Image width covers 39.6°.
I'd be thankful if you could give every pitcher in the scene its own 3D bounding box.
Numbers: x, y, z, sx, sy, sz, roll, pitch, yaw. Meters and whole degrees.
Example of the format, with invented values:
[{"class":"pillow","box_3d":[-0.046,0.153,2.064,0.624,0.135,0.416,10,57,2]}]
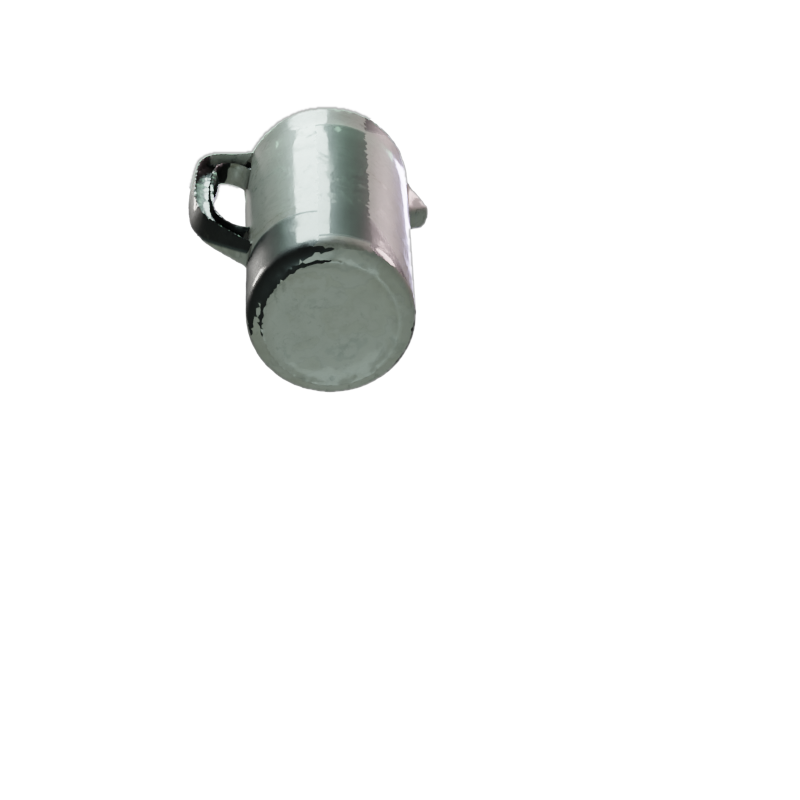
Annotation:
[{"class":"pitcher","box_3d":[-0.062,-0.114,0.798,0.149,0.136,0.258,-26,28,11]}]
